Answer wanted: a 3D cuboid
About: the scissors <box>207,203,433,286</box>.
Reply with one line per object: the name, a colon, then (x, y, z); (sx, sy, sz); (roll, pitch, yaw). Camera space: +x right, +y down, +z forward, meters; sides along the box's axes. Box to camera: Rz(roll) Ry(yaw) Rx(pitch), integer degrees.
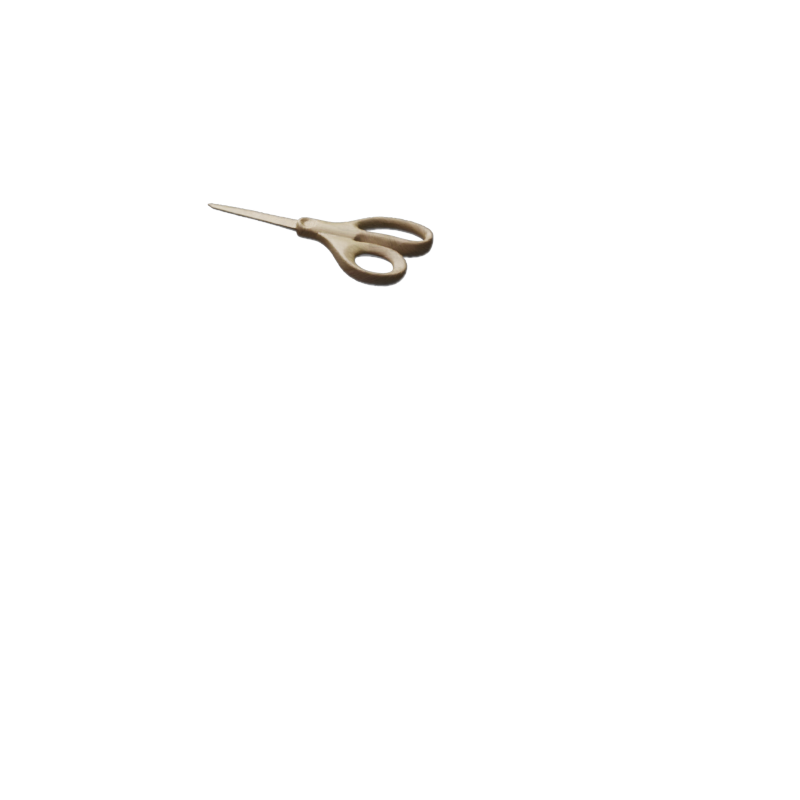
scissors: (-0.074, -0.134, 0.941); (0.203, 0.015, 0.102); (5, 40, 5)
